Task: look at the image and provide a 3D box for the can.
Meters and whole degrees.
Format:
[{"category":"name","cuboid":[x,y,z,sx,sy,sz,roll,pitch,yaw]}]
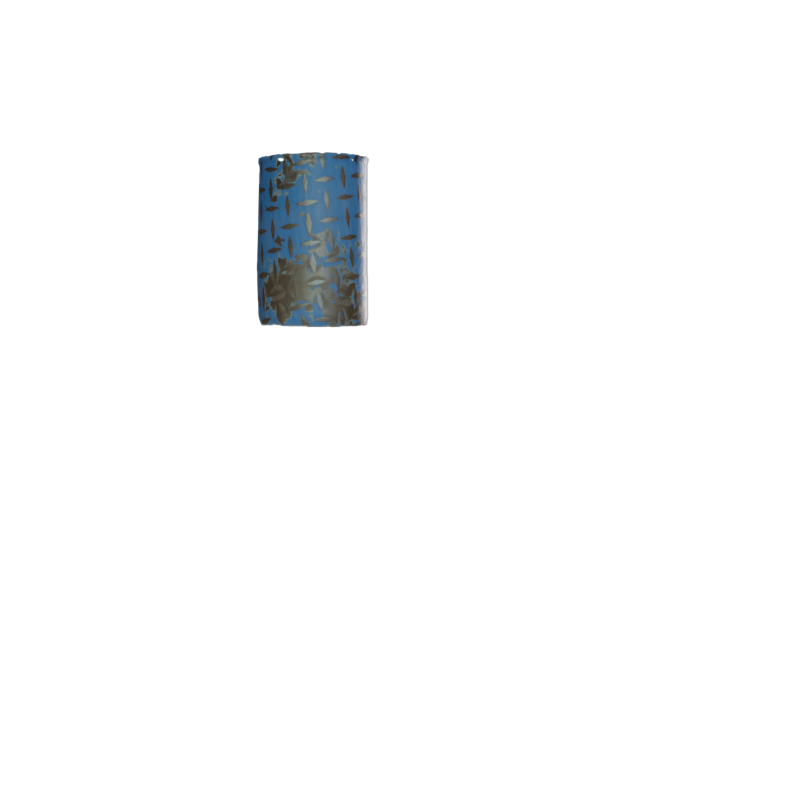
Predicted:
[{"category":"can","cuboid":[-0.053,-0.097,0.676,0.068,0.103,0.068,0,0,-2]}]
